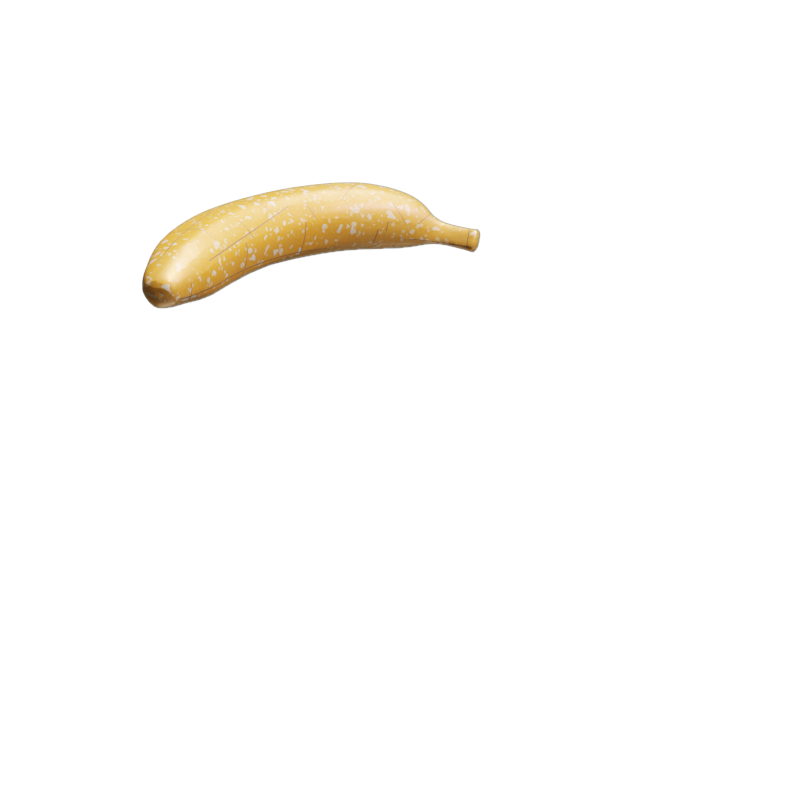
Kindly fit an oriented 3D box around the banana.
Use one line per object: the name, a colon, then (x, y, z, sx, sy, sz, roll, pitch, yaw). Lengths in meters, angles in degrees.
banana: (-0.051, -0.081, 0.537, 0.194, 0.035, 0.074, -18, 27, -38)
